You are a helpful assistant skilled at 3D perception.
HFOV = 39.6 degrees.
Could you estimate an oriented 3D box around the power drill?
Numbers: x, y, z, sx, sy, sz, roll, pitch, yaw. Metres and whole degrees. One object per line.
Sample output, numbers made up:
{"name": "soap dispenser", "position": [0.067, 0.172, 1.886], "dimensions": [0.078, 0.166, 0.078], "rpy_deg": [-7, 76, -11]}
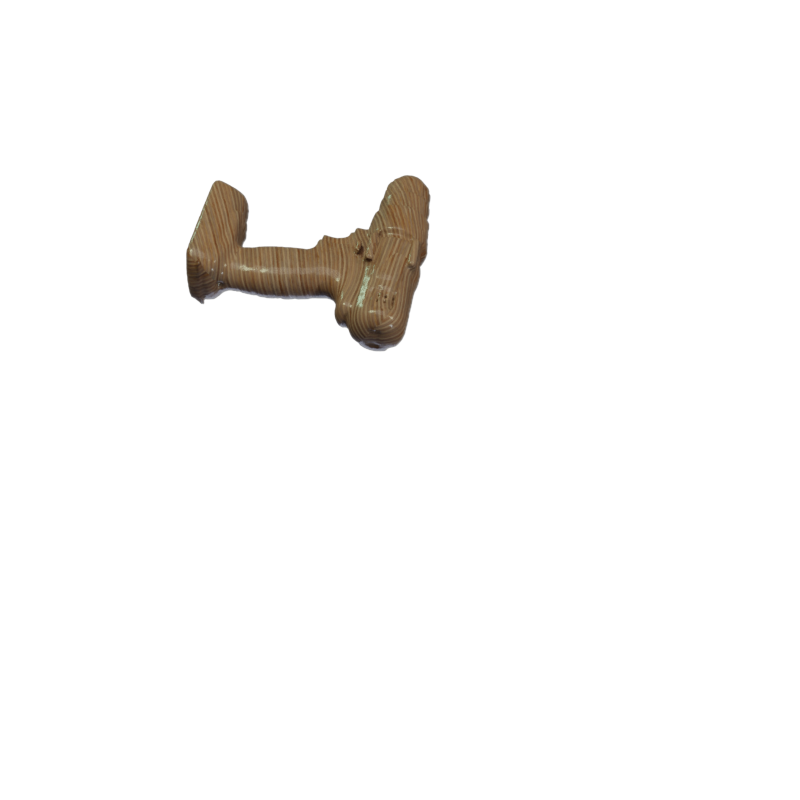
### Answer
{"name": "power drill", "position": [-0.072, -0.131, 0.916], "dimensions": [0.190, 0.195, 0.053], "rpy_deg": [8, -43, 7]}
